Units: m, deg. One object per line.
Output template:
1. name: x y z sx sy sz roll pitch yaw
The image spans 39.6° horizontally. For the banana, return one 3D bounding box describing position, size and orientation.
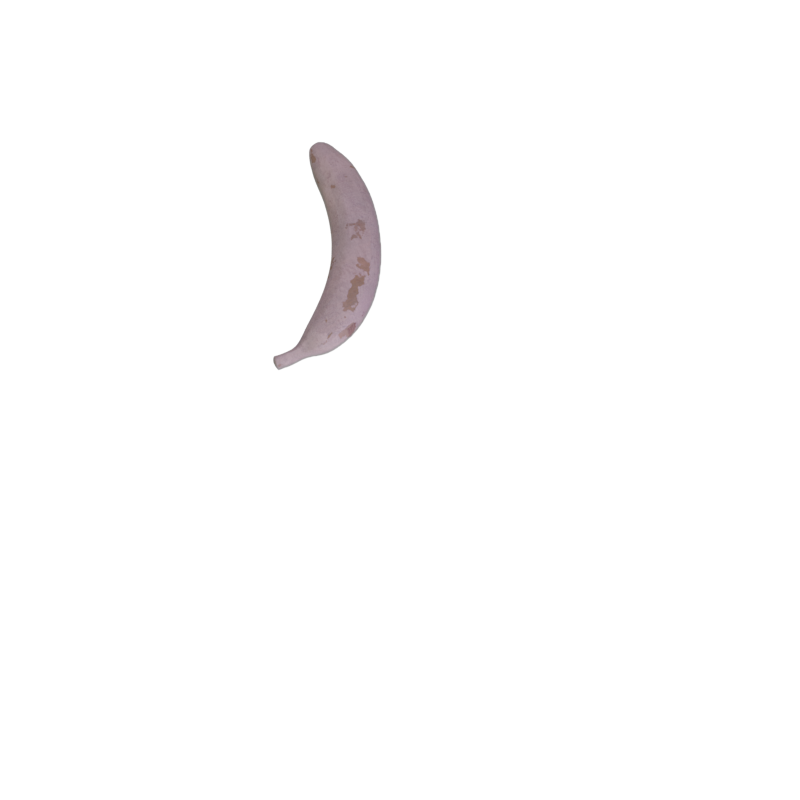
1. banana: -0.048 -0.114 0.838 0.070 0.209 0.035 6 -29 2
